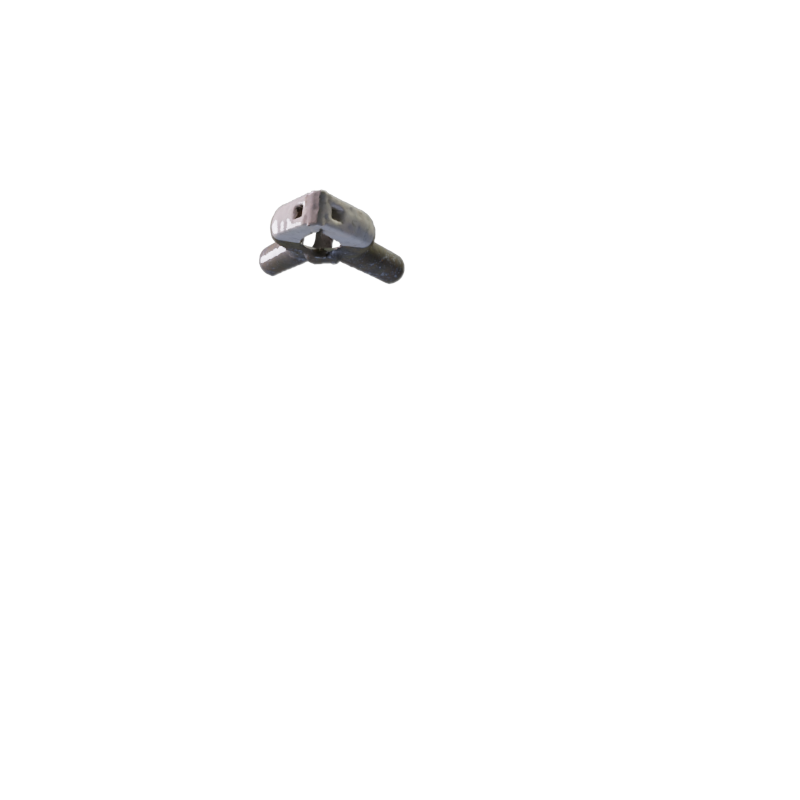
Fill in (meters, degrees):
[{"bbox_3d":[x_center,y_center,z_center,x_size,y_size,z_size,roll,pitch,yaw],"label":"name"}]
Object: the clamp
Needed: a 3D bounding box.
[{"bbox_3d":[-0.068,-0.123,0.863,0.122,0.041,0.163,-3,-13,11],"label":"clamp"}]
